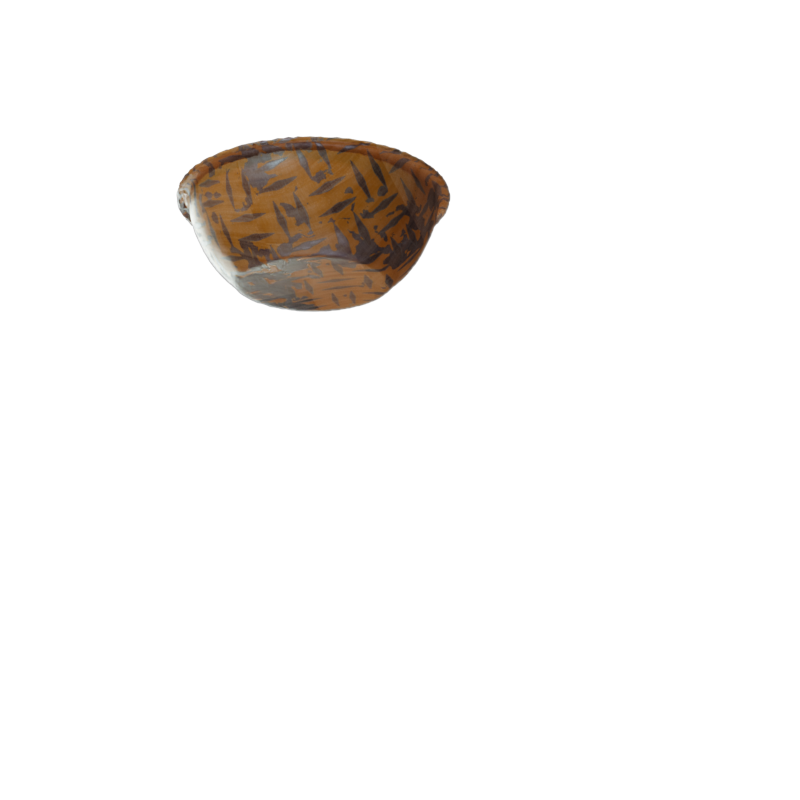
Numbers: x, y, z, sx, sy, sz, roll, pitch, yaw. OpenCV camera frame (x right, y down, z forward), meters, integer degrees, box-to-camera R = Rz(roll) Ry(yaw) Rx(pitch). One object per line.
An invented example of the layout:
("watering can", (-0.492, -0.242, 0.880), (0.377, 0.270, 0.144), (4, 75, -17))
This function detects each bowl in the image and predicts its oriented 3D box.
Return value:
("bowl", (-0.051, -0.092, 0.647), (0.162, 0.058, 0.155), (0, -18, -2))
